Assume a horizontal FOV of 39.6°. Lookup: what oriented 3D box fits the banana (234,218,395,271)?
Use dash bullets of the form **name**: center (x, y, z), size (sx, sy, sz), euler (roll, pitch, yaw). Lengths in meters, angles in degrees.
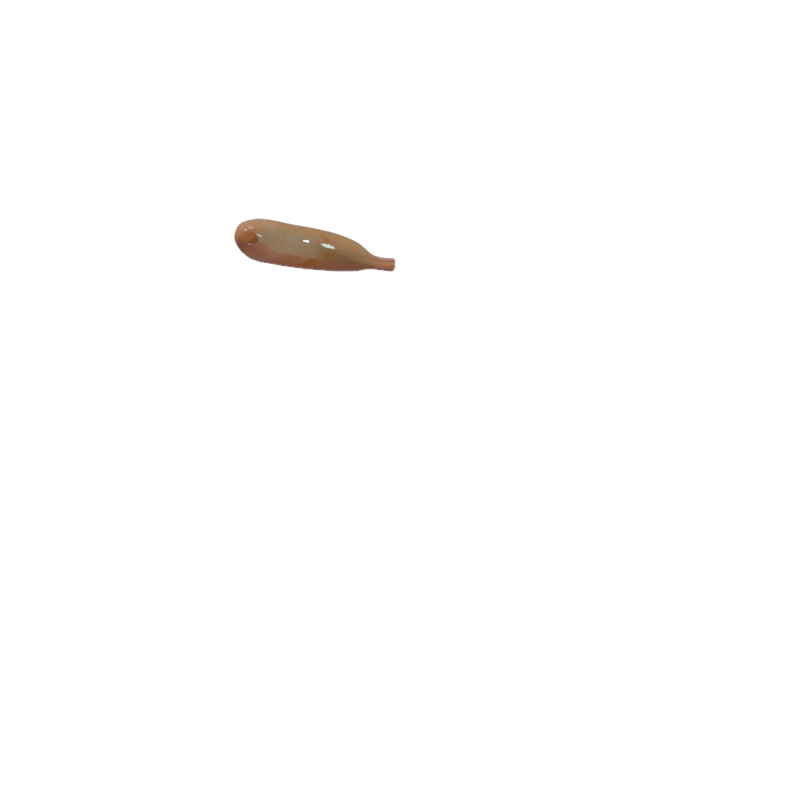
- **banana**: center (-0.086, -0.134, 0.954), size (0.072, 0.037, 0.189), euler (-1, -1, 37)
